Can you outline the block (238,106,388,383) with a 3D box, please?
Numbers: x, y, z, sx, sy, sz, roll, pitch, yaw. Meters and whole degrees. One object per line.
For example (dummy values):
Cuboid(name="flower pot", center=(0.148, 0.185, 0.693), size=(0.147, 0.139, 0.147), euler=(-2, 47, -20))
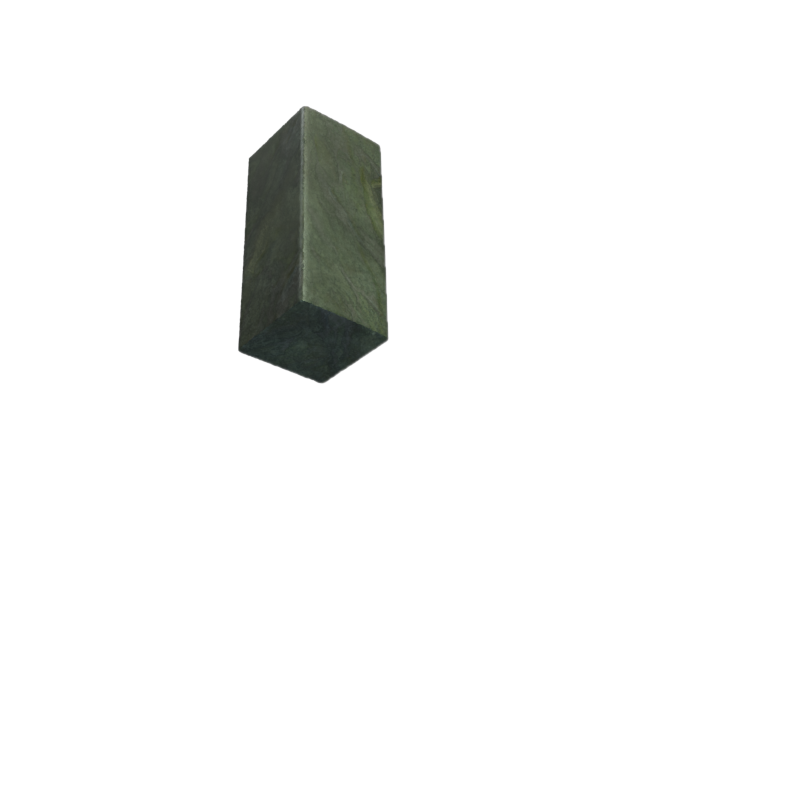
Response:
Cuboid(name="block", center=(-0.073, -0.134, 0.940), size=(0.085, 0.221, 0.090), euler=(23, -42, -32))
